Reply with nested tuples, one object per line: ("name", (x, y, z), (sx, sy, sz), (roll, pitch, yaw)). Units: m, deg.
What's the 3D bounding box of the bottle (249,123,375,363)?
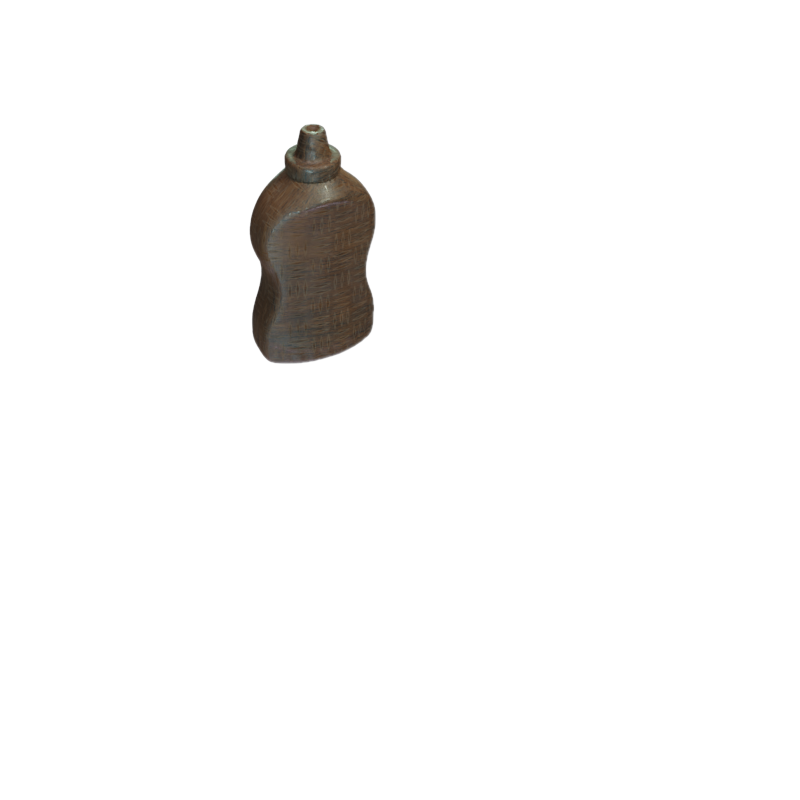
("bottle", (-0.066, -0.120, 0.838), (0.095, 0.179, 0.063), (-14, 40, -20))
